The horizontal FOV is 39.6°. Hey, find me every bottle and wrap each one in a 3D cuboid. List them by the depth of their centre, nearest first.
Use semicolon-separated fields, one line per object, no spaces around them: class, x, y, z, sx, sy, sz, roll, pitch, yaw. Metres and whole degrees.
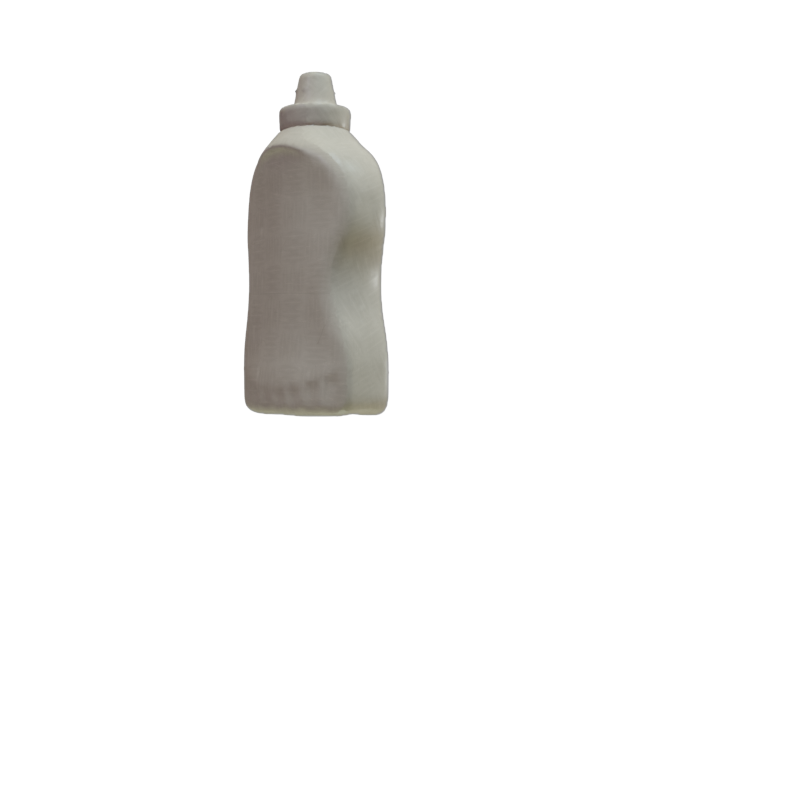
bottle;-0.048;-0.089;0.623;0.056;0.194;0.099;4;-6;-38
